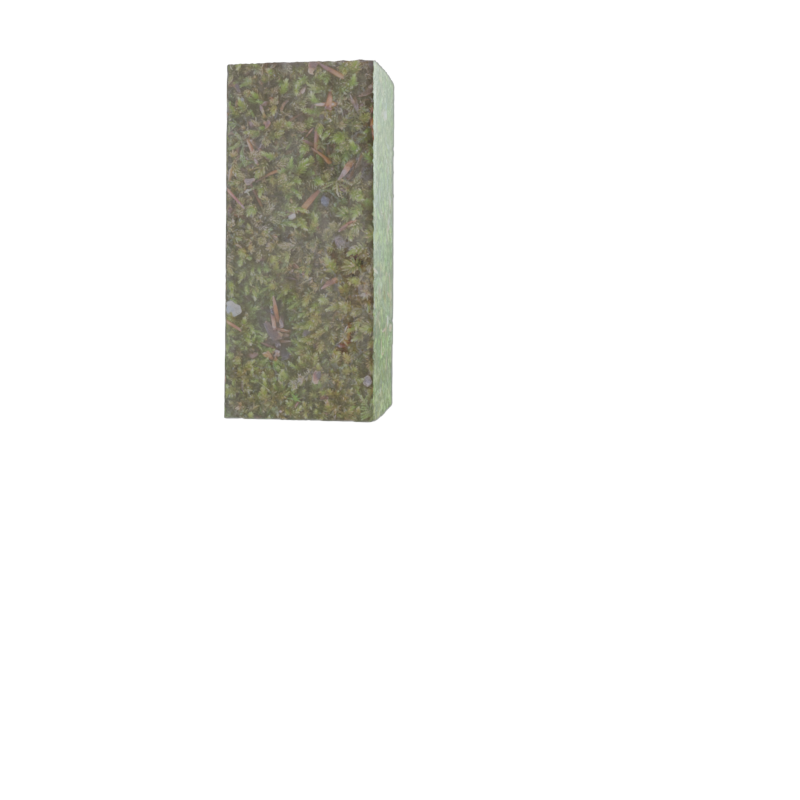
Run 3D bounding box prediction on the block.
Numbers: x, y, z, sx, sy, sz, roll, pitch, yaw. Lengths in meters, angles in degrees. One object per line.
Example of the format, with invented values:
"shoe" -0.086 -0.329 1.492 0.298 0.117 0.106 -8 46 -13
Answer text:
"block" -0.053 -0.097 0.677 0.092 0.207 0.089 0 0 9
